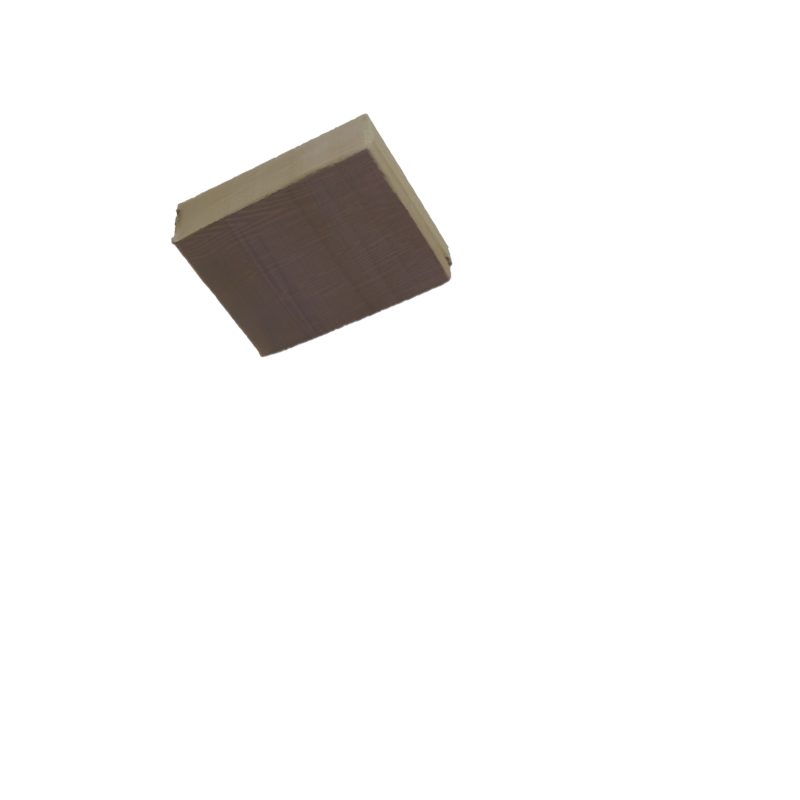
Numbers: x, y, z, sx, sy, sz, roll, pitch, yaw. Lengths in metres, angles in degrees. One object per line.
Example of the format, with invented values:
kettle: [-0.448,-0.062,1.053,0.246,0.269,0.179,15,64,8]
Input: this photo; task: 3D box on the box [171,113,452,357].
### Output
box: [-0.043,-0.079,0.556,0.114,0.084,0.042,-23,34,16]
